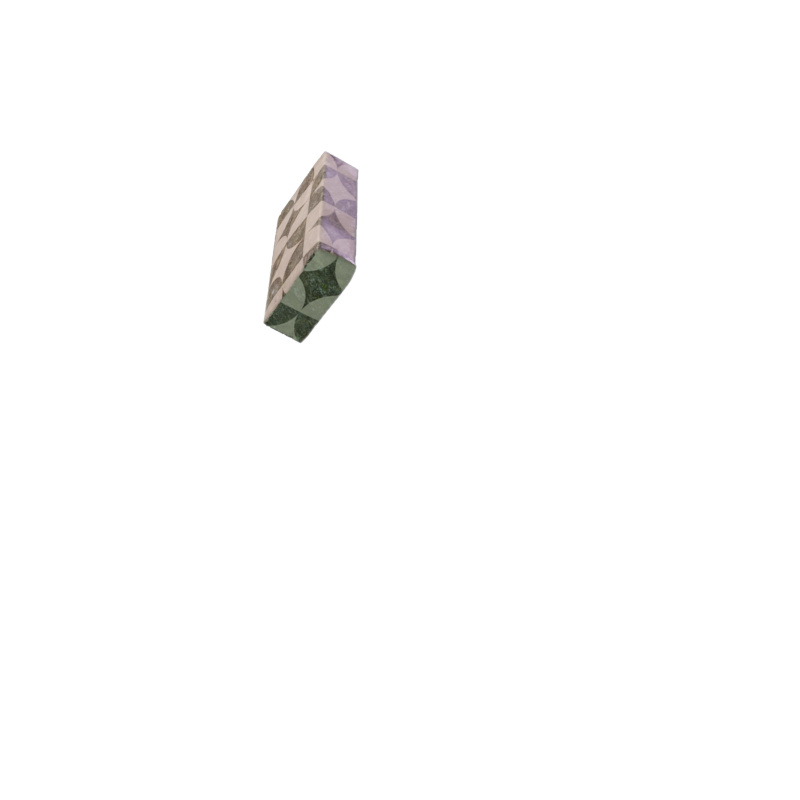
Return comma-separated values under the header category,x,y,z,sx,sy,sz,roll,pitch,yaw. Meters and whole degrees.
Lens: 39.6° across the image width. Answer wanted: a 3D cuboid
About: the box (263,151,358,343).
category,x,y,z,sx,sy,sz,roll,pitch,yaw
box,-0.078,-0.142,0.998,0.046,0.091,0.189,27,31,-23
